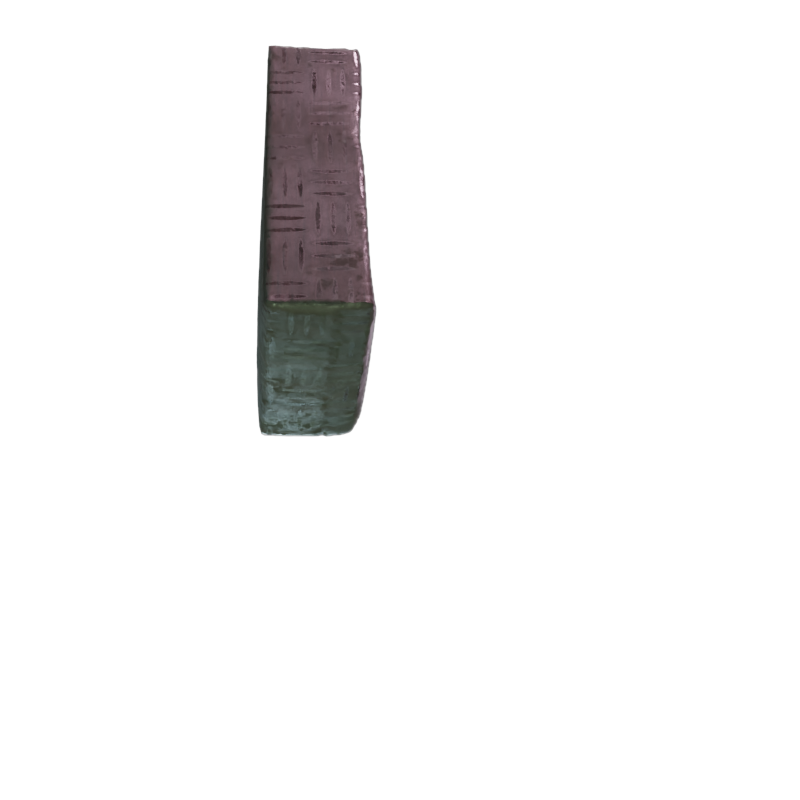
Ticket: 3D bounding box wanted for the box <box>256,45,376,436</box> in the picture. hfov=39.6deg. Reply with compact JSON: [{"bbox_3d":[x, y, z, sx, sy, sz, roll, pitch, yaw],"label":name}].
[{"bbox_3d":[-0.059,-0.107,0.750,0.071,0.229,0.154,1,-34,-6],"label":"box"}]
